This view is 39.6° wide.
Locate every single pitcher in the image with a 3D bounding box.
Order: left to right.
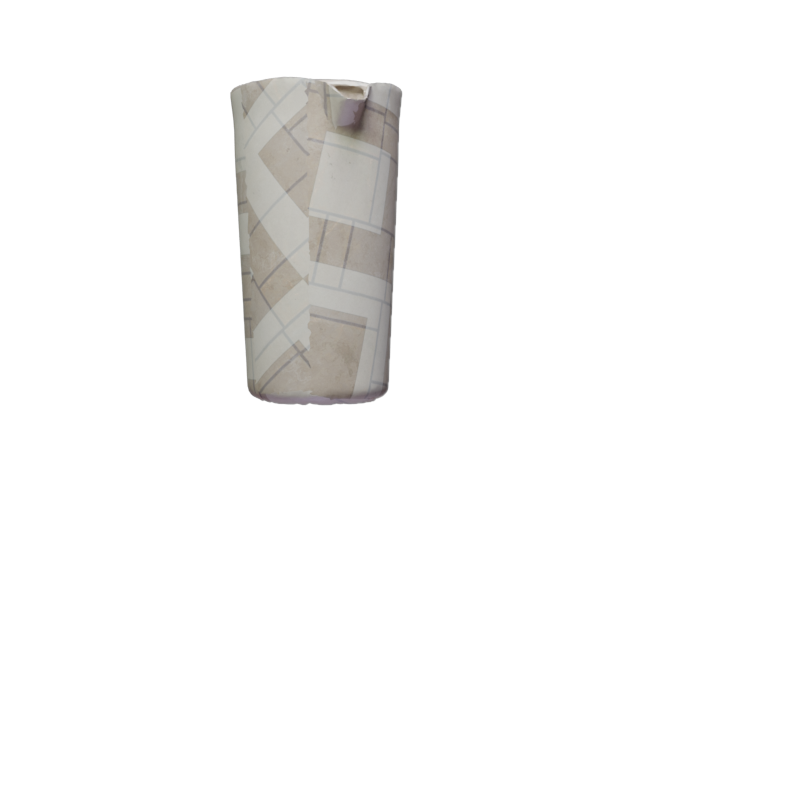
[{"bbox_3d":[-0.067,-0.123,0.861,0.149,0.245,0.144,-1,-1,22],"label":"pitcher"}]
